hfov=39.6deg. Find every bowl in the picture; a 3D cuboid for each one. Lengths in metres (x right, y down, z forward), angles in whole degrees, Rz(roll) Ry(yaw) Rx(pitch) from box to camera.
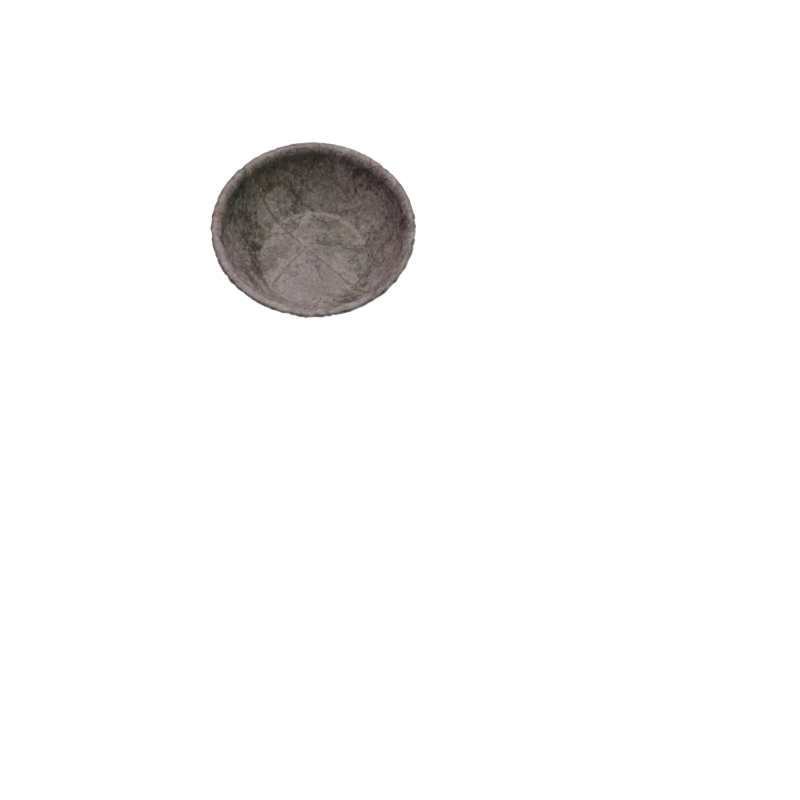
[{"bbox_3d":[-0.070,-0.128,0.895,0.162,0.172,0.052,-1,-28,-1],"label":"bowl"}]
